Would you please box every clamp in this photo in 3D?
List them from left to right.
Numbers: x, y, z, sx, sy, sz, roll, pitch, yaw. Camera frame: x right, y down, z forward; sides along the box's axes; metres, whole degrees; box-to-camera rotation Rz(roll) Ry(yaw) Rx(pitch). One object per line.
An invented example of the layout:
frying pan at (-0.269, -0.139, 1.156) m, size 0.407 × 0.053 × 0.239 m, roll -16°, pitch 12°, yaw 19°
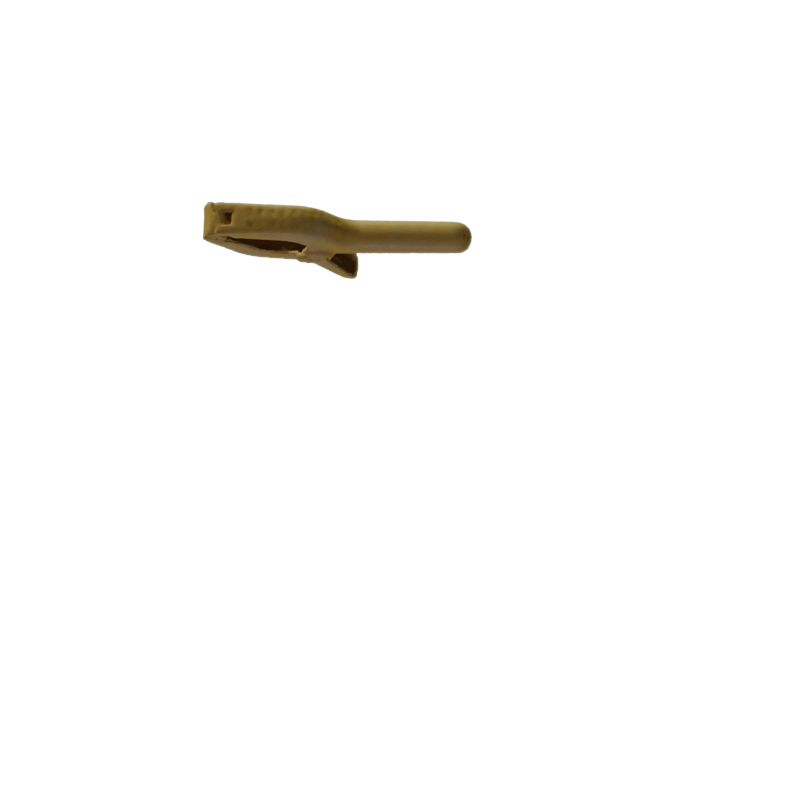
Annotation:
clamp at (-0.071, -0.130, 0.910) m, size 0.202 × 0.037 × 0.167 m, roll 3°, pitch -7°, yaw -29°
